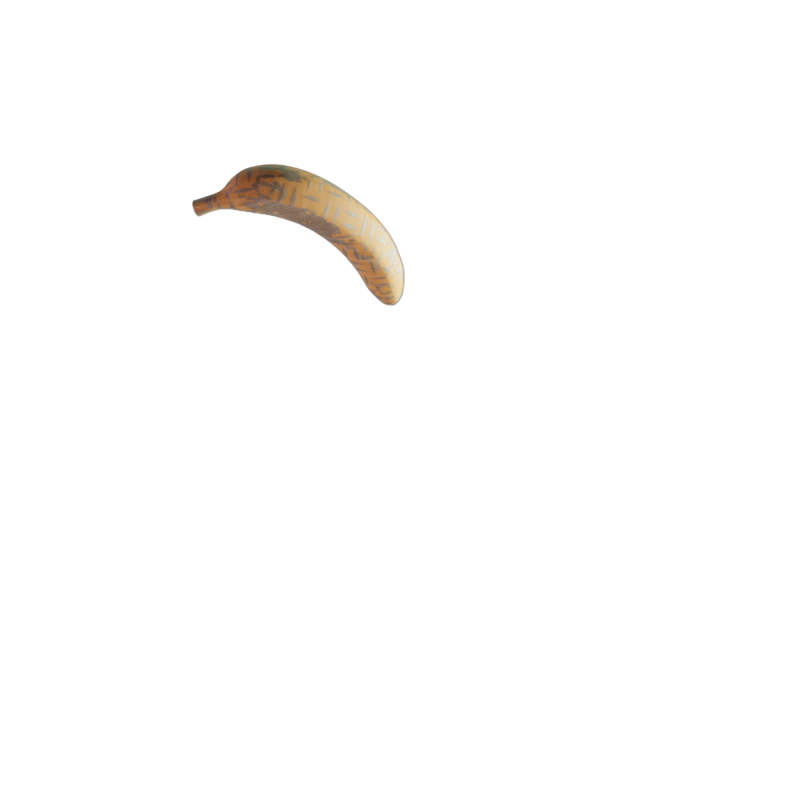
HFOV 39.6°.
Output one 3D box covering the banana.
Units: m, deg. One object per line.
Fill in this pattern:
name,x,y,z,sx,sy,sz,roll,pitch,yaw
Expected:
banana,-0.055,-0.128,0.821,0.186,0.039,0.069,25,-41,-33
